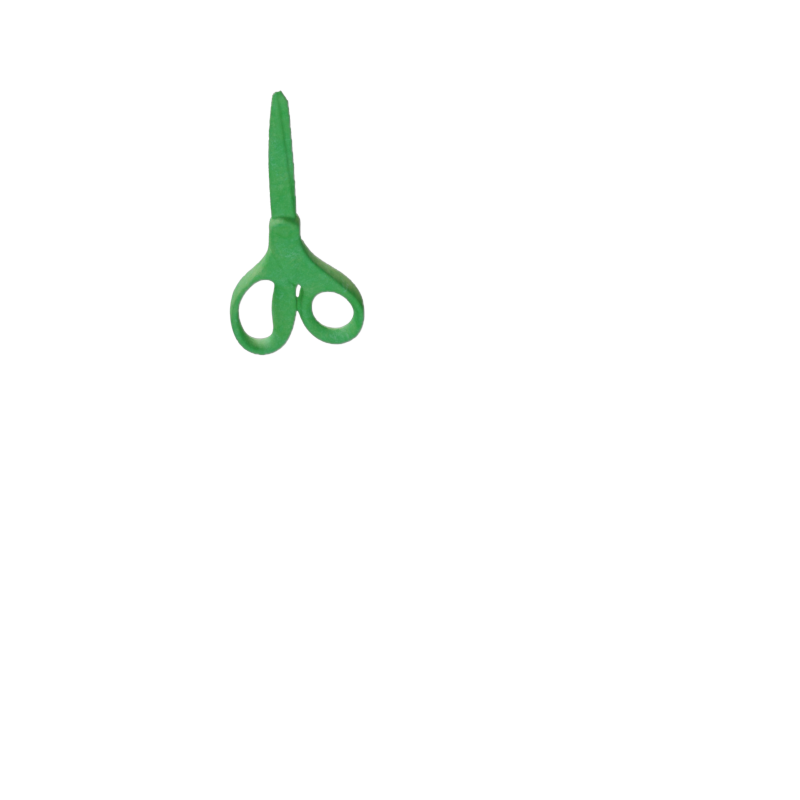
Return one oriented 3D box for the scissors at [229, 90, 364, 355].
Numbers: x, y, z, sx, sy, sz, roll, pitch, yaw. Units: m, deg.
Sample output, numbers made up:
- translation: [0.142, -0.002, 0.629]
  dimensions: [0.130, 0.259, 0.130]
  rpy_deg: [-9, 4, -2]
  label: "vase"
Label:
- translation: [-0.053, -0.097, 0.679]
  dimensions: [0.094, 0.017, 0.191]
  rpy_deg: [12, -47, -12]
  label: "scissors"
